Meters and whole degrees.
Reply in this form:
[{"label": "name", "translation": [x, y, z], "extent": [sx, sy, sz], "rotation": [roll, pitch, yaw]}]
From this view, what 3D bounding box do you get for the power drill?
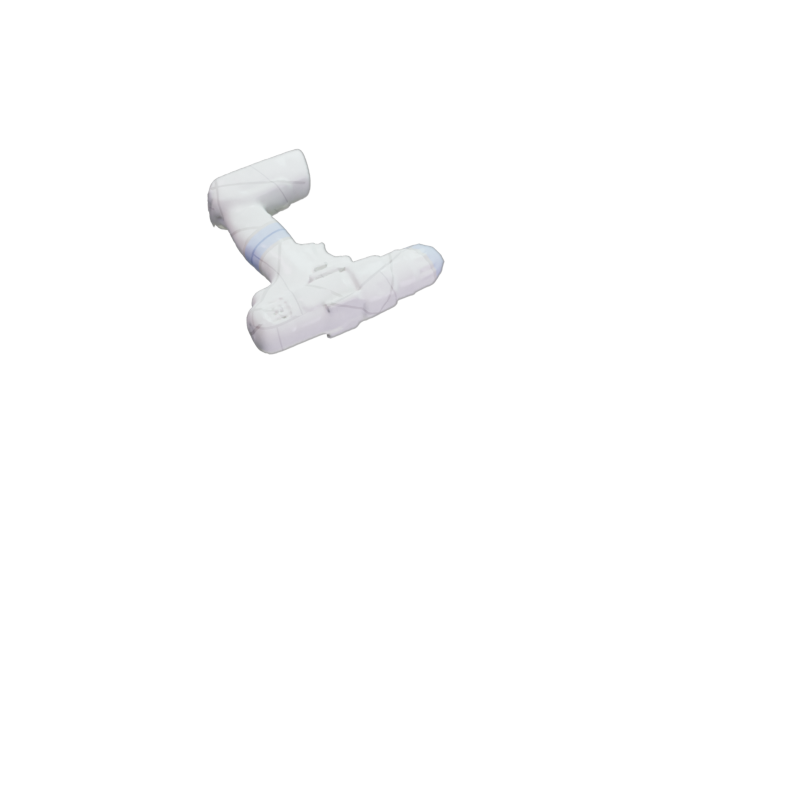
[{"label": "power drill", "translation": [-0.078, -0.143, 0.999], "extent": [0.183, 0.202, 0.053], "rotation": [-23, -35, -17]}]
